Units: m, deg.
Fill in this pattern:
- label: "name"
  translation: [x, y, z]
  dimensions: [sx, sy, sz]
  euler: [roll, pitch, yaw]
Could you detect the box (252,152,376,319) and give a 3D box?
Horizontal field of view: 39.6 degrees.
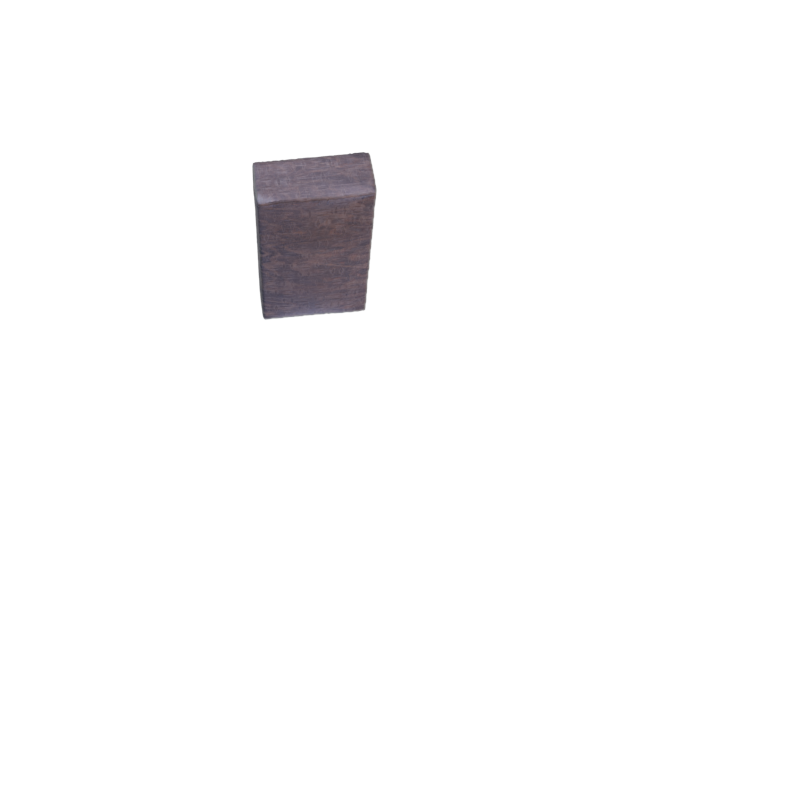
- label: "box"
  translation: [-0.071, -0.129, 0.903]
  dimensions: [0.093, 0.051, 0.166]
  euler: [-5, -25, -6]
